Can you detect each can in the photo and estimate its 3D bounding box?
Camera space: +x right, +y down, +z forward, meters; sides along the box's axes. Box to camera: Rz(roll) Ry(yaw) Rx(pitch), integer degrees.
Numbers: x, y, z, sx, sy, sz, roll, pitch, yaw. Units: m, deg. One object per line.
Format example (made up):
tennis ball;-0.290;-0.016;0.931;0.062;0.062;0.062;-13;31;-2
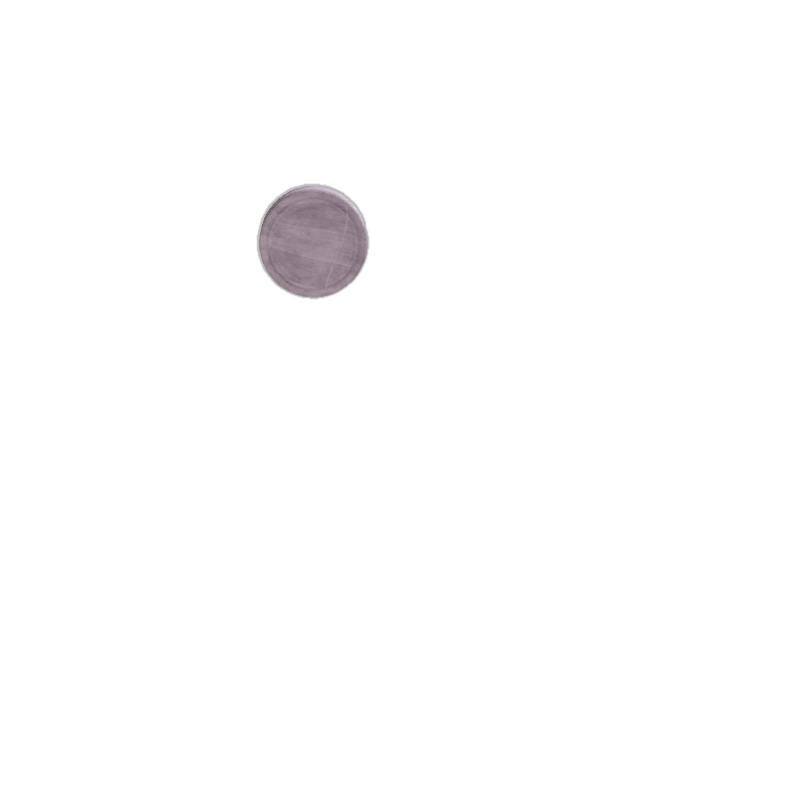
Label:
can;-0.067;-0.123;0.861;0.086;0.084;0.034;0;8;-1
